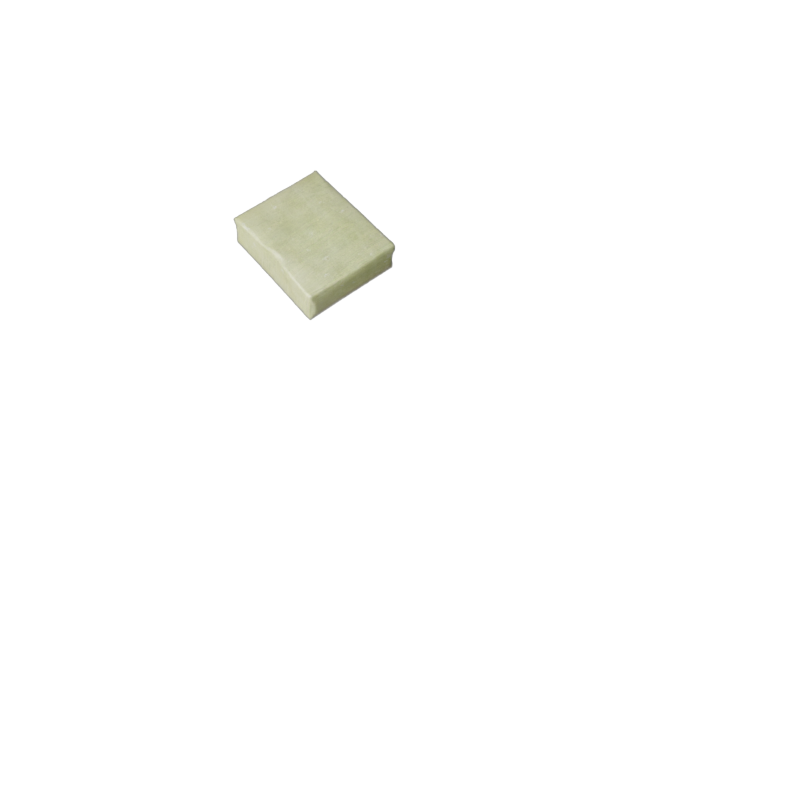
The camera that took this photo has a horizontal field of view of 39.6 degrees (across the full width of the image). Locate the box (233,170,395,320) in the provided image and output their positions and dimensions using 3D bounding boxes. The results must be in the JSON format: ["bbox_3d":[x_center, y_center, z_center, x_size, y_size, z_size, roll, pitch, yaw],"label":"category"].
[{"bbox_3d":[-0.060,-0.109,0.762,0.073,0.095,0.028,-33,-29,-21],"label":"box"}]
